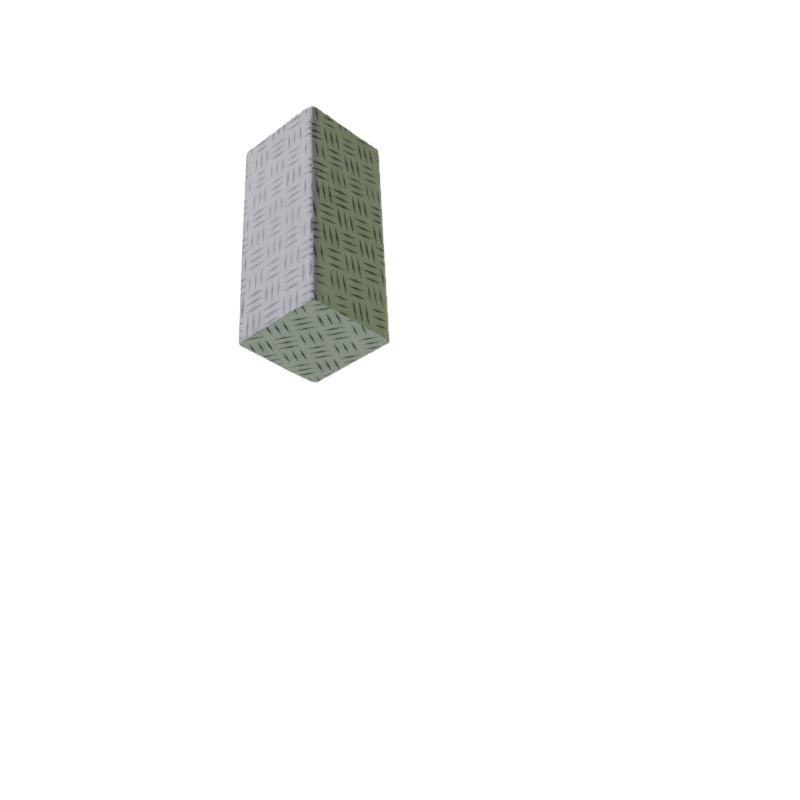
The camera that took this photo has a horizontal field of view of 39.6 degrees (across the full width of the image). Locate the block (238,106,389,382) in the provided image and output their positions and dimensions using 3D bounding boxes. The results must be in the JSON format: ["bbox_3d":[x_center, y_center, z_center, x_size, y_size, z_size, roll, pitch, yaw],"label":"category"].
[{"bbox_3d":[-0.075,-0.135,0.945,0.090,0.221,0.084,-30,-43,34],"label":"block"}]
